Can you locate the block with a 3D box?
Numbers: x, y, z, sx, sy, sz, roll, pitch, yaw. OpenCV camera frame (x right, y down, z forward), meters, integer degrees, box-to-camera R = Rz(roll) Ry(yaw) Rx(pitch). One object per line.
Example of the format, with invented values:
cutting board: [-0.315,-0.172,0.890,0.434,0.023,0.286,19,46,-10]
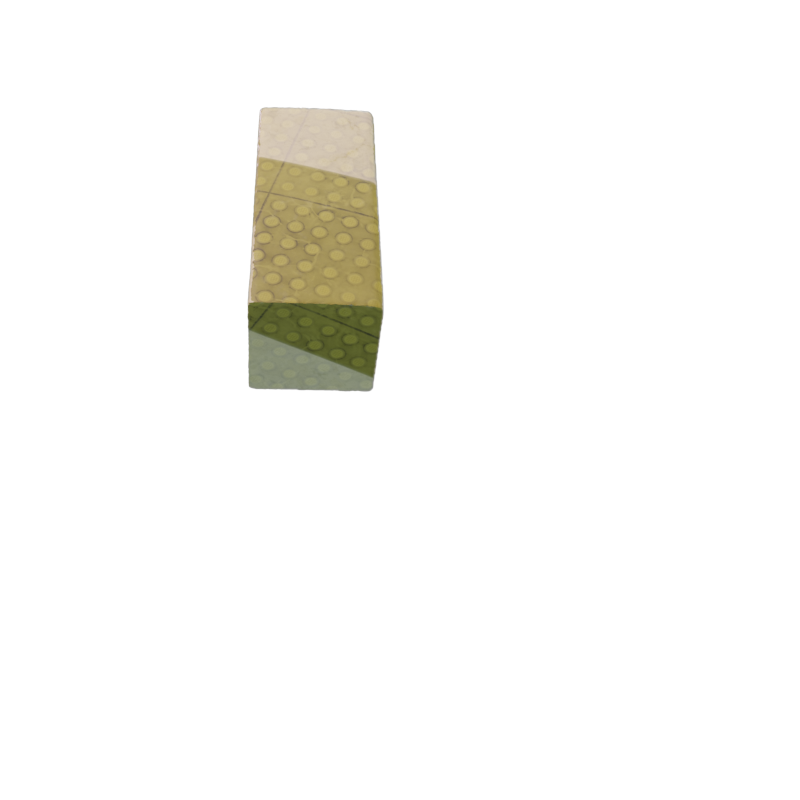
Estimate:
block: [-0.063,-0.117,0.816,0.090,0.221,0.085,1,-42,-5]
